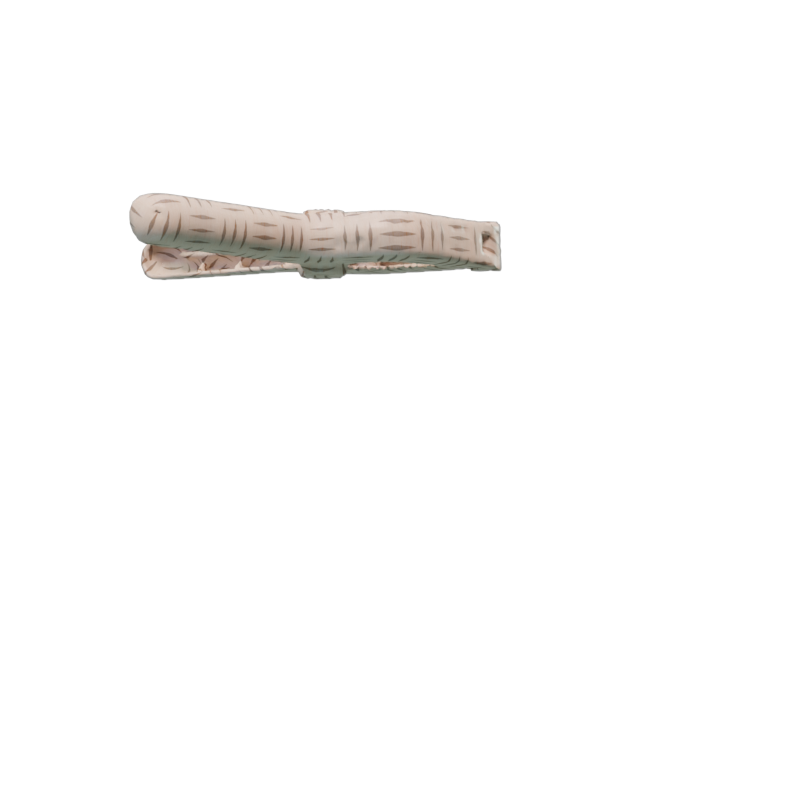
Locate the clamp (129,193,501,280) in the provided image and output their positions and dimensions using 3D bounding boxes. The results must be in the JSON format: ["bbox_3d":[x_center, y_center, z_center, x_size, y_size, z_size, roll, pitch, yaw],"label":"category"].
[{"bbox_3d":[-0.047,-0.086,0.601,0.210,0.037,0.163,0,0,-1],"label":"clamp"}]
